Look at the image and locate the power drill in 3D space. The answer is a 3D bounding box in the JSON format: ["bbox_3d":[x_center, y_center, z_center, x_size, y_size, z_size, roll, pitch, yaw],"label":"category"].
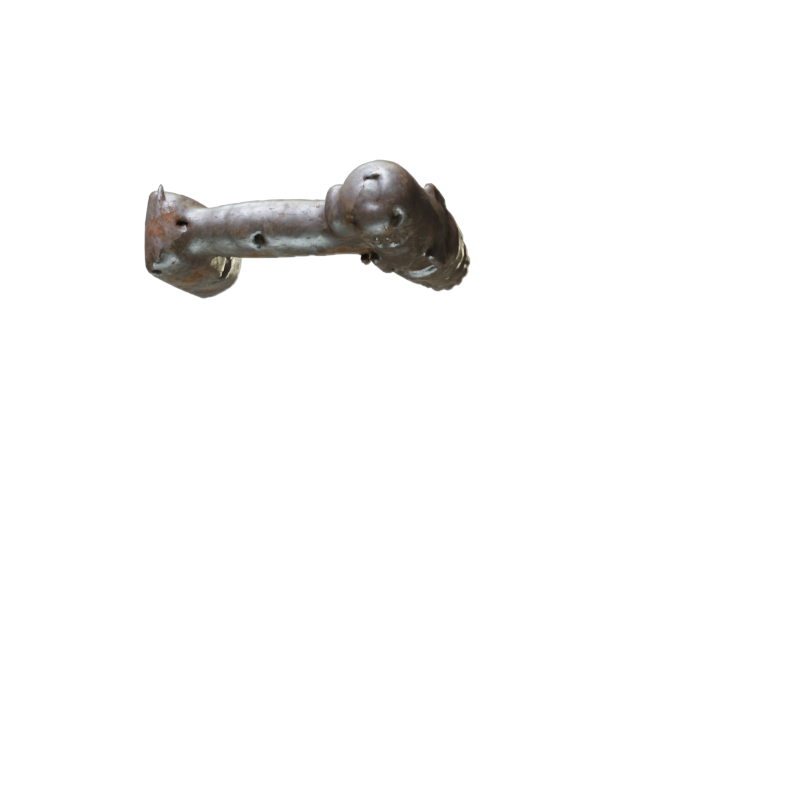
[{"bbox_3d":[-0.056,-0.103,0.720,0.191,0.059,0.175,-3,-11,17],"label":"power drill"}]
